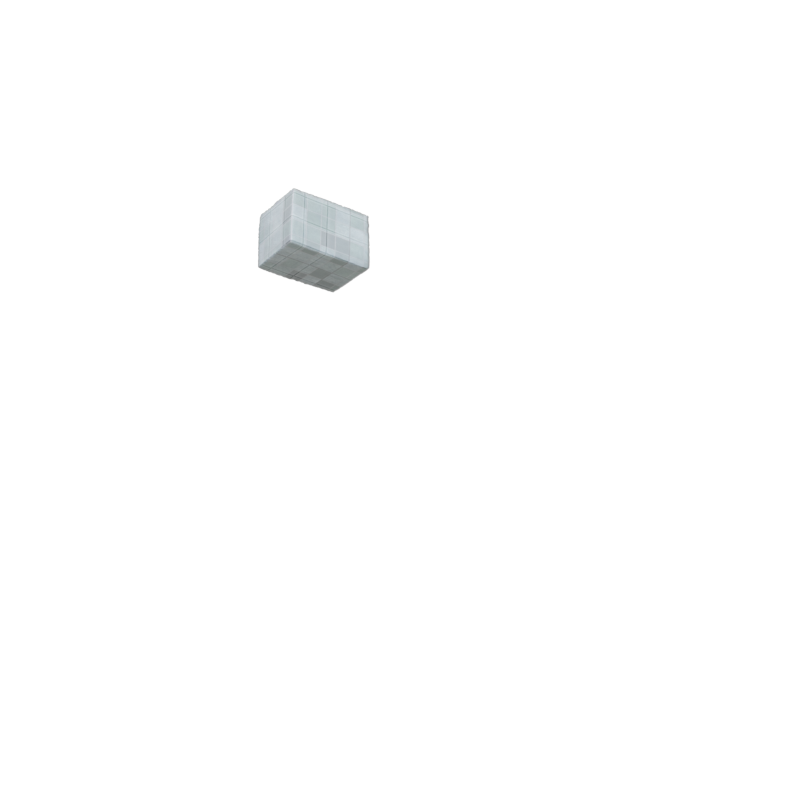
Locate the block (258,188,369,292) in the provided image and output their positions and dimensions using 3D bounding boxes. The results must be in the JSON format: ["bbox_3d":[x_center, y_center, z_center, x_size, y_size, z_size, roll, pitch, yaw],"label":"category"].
[{"bbox_3d":[-0.071,-0.129,0.905,0.074,0.054,0.052,17,-32,-32],"label":"block"}]
